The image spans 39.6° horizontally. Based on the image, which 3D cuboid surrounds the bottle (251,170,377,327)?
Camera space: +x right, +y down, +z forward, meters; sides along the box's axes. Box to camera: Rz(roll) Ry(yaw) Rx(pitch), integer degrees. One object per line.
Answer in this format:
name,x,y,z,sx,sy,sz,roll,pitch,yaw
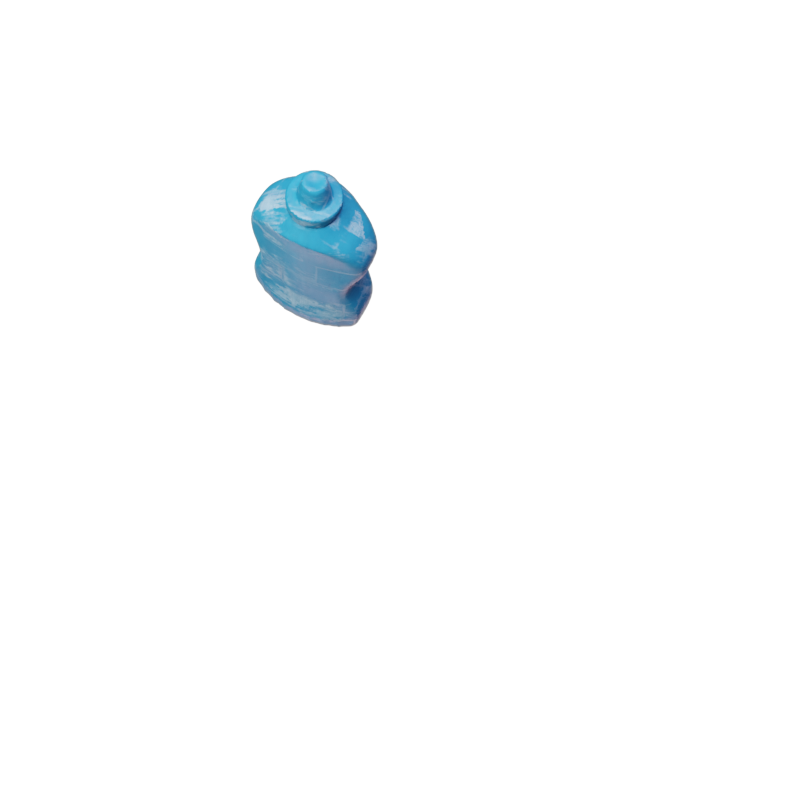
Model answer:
bottle,-0.065,-0.120,0.836,0.098,0.060,0.183,29,-18,6
